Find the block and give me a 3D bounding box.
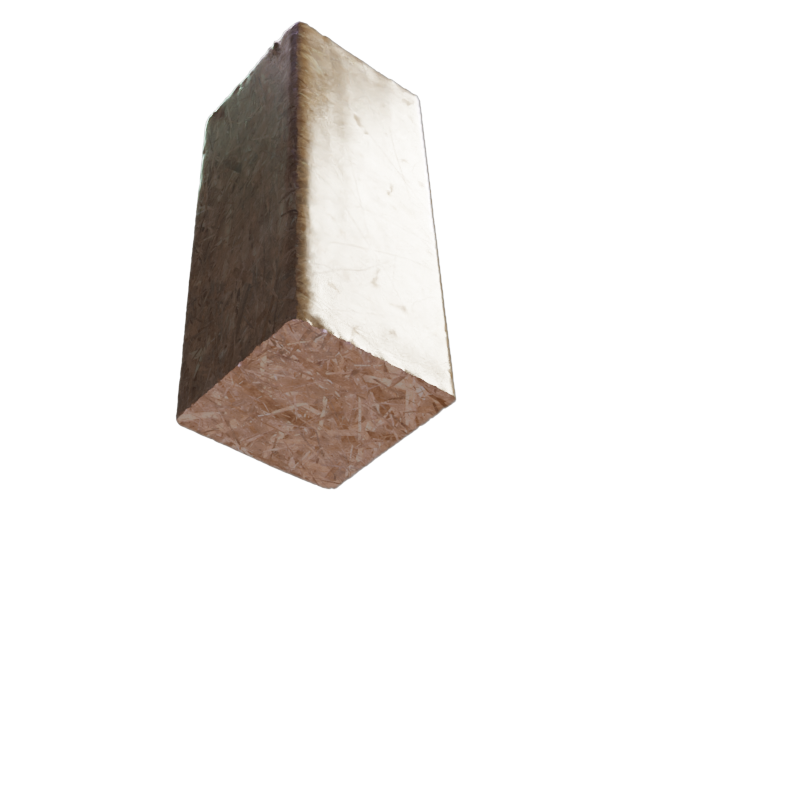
[{"bbox_3d":[-0.043,-0.078,0.544,0.085,0.221,0.089,27,-49,-30],"label":"block"}]
